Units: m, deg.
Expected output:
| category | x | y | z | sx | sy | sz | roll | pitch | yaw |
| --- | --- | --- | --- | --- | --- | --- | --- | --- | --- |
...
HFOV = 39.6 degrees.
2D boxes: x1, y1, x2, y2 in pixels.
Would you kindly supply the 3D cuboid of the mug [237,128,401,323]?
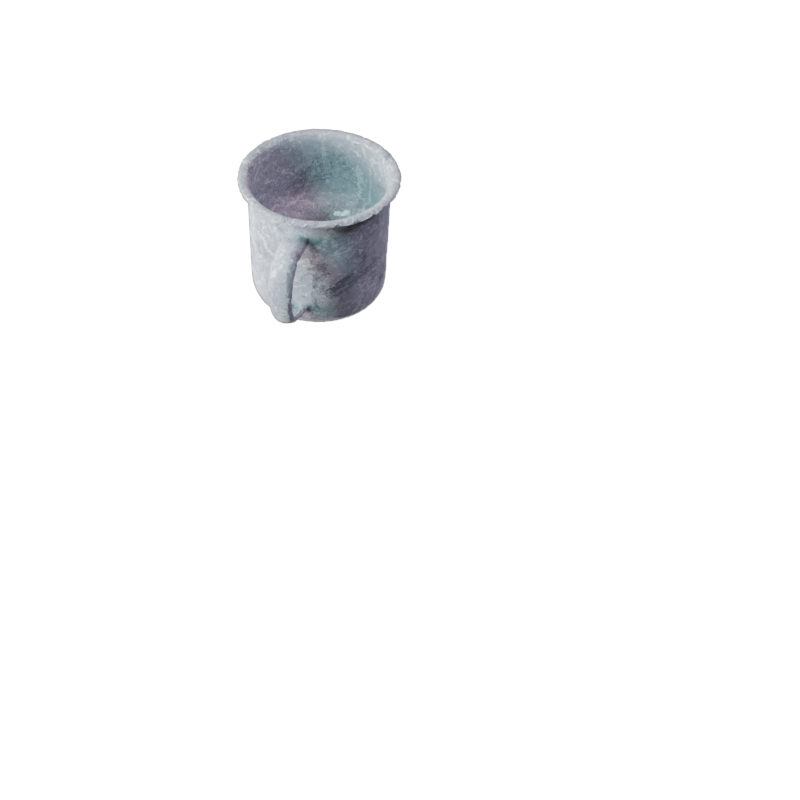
| category | x | y | z | sx | sy | sz | roll | pitch | yaw |
| --- | --- | --- | --- | --- | --- | --- | --- | --- | --- |
| mug | -0.050 | -0.092 | 0.645 | 0.095 | 0.076 | 0.123 | 10 | 45 | 9 |
